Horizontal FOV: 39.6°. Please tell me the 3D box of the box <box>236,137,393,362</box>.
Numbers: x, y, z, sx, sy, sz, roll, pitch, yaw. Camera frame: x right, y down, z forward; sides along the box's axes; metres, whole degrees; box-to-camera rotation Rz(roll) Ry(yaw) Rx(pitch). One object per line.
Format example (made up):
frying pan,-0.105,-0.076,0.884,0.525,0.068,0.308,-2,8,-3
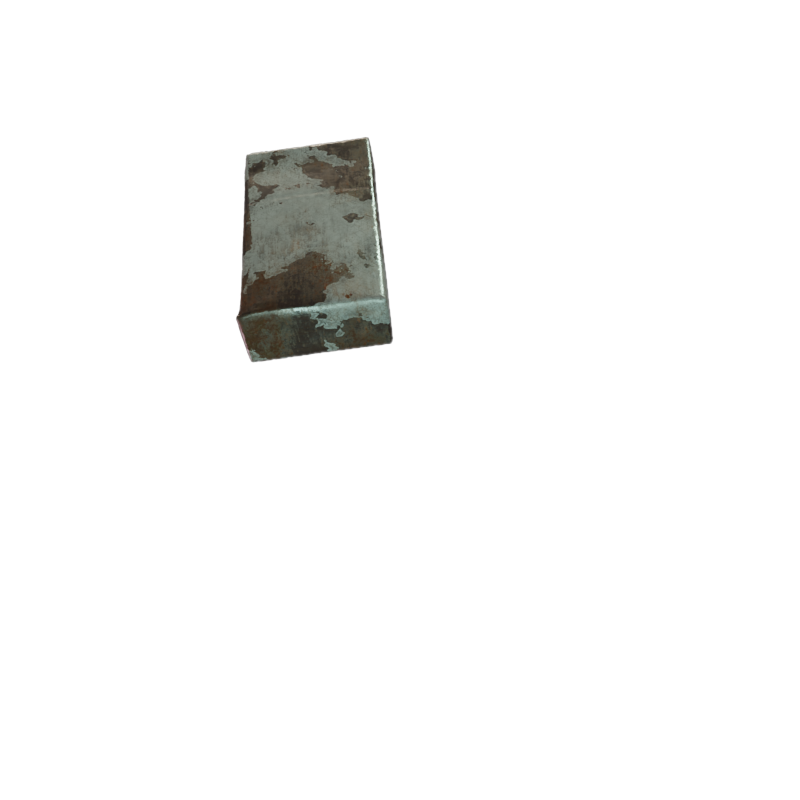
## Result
box,-0.058,-0.106,0.742,0.094,0.044,0.189,-8,41,3
